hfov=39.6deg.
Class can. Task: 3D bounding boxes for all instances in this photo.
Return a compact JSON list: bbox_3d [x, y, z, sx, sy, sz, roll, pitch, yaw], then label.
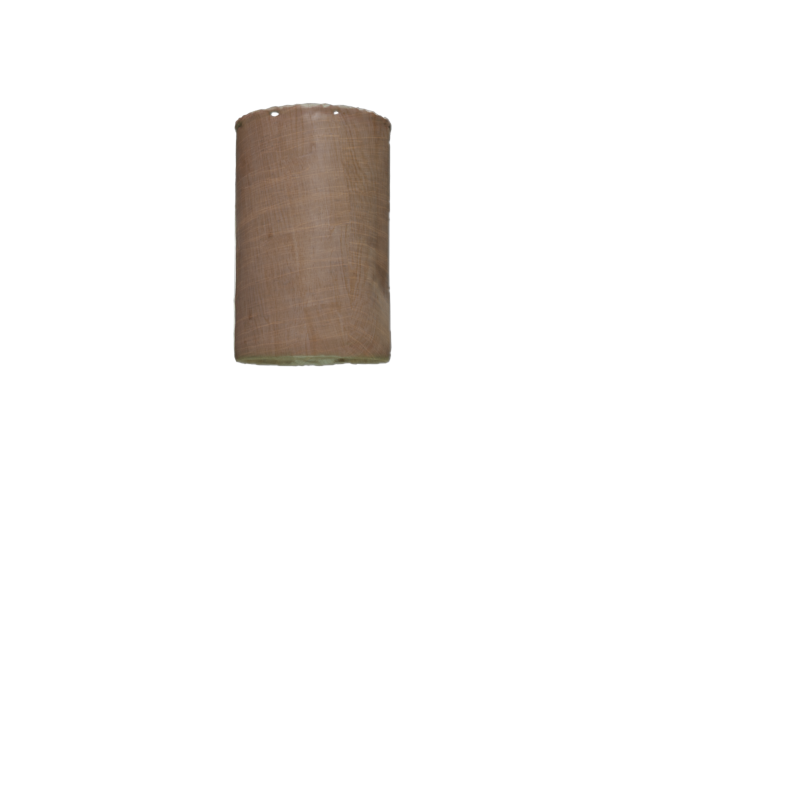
[{"bbox_3d":[-0.037,-0.067,0.470,0.068,0.104,0.067,0,-7,-2],"label":"can"}]
